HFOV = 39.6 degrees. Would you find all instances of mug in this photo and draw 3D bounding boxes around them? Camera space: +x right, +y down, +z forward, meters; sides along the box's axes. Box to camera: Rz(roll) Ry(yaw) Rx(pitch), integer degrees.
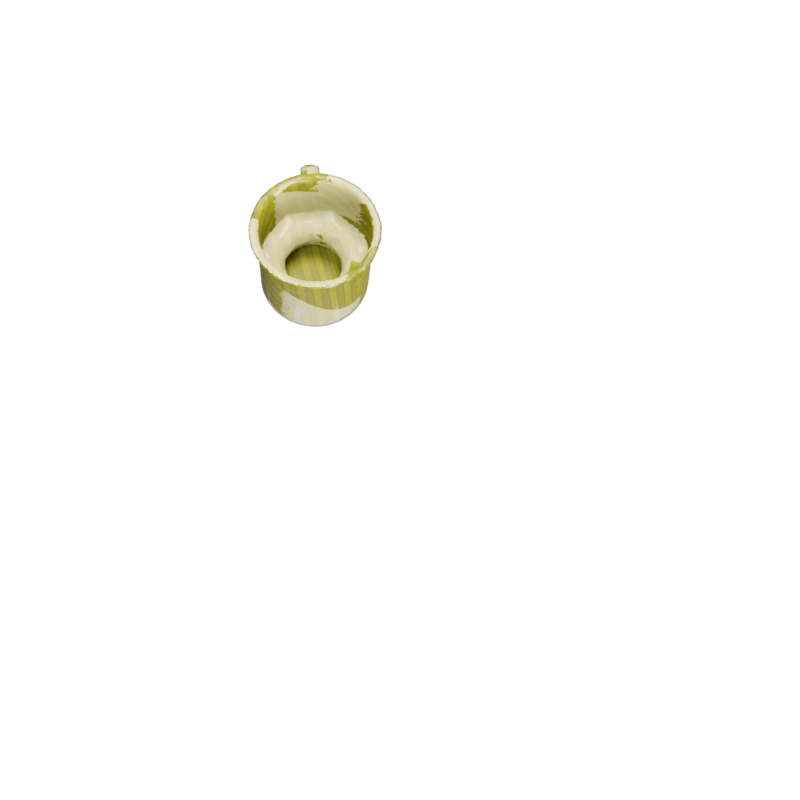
[{"bbox_3d":[-0.064,-0.116,0.813,0.093,0.125,0.077,-6,-26,-5],"label":"mug"}]
